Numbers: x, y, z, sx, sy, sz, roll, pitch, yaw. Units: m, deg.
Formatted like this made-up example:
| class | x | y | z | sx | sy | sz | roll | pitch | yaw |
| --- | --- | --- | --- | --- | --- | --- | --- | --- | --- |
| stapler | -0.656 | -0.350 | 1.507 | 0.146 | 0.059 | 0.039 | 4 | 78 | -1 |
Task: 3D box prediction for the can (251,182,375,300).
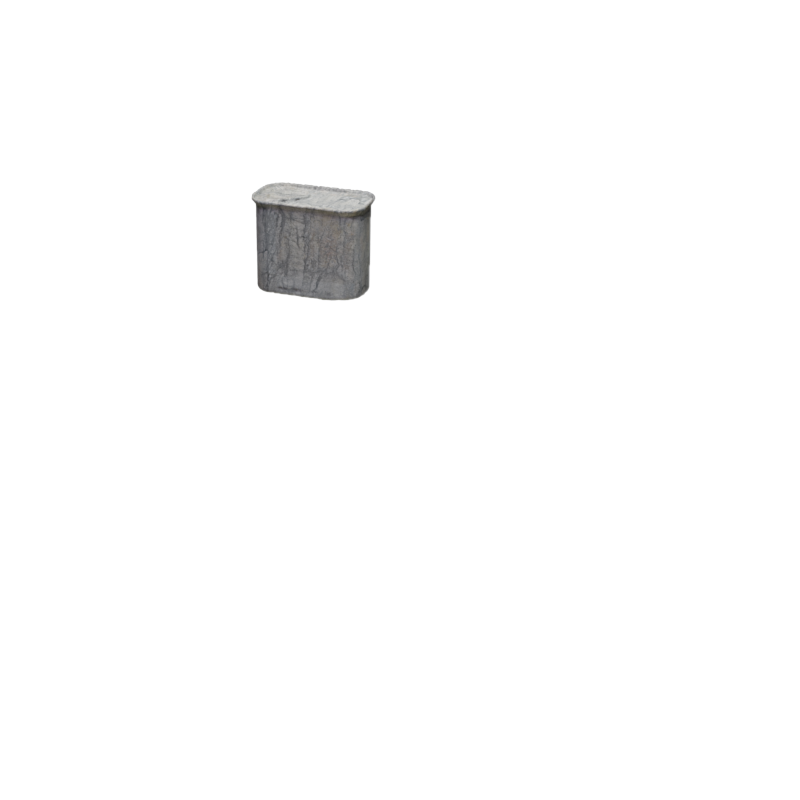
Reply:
| class | x | y | z | sx | sy | sz | roll | pitch | yaw |
| --- | --- | --- | --- | --- | --- | --- | --- | --- | --- |
| can | -0.074 | -0.136 | 0.950 | 0.105 | 0.080 | 0.059 | 9 | 24 | 17 |
